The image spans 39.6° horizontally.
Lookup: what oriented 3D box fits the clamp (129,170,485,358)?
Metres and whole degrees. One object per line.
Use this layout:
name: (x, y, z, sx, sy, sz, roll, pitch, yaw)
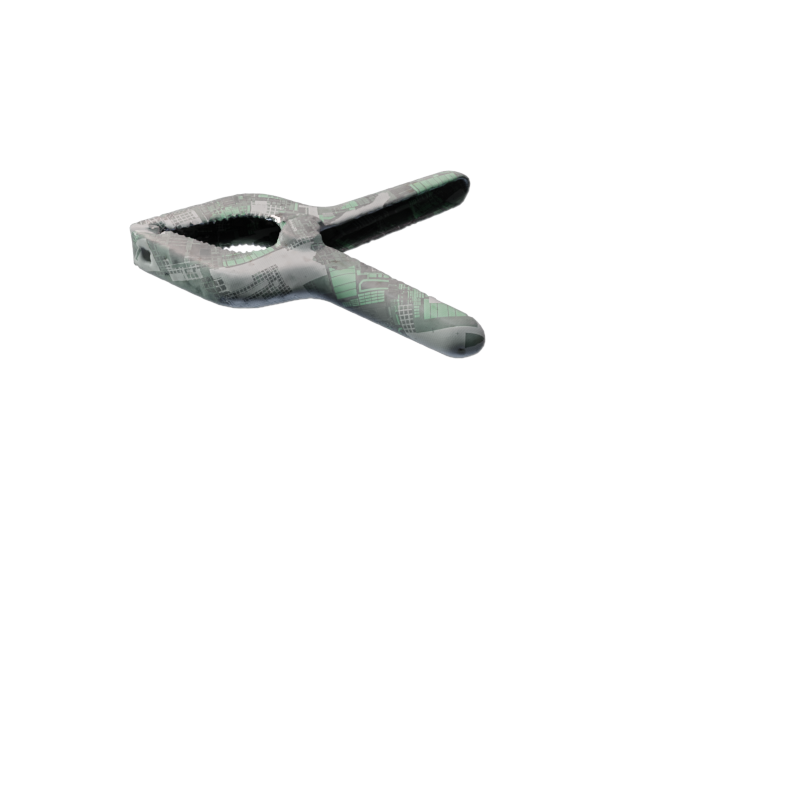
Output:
clamp: (-0.051, -0.094, 0.655, 0.213, 0.034, 0.174, 6, 39, 7)
